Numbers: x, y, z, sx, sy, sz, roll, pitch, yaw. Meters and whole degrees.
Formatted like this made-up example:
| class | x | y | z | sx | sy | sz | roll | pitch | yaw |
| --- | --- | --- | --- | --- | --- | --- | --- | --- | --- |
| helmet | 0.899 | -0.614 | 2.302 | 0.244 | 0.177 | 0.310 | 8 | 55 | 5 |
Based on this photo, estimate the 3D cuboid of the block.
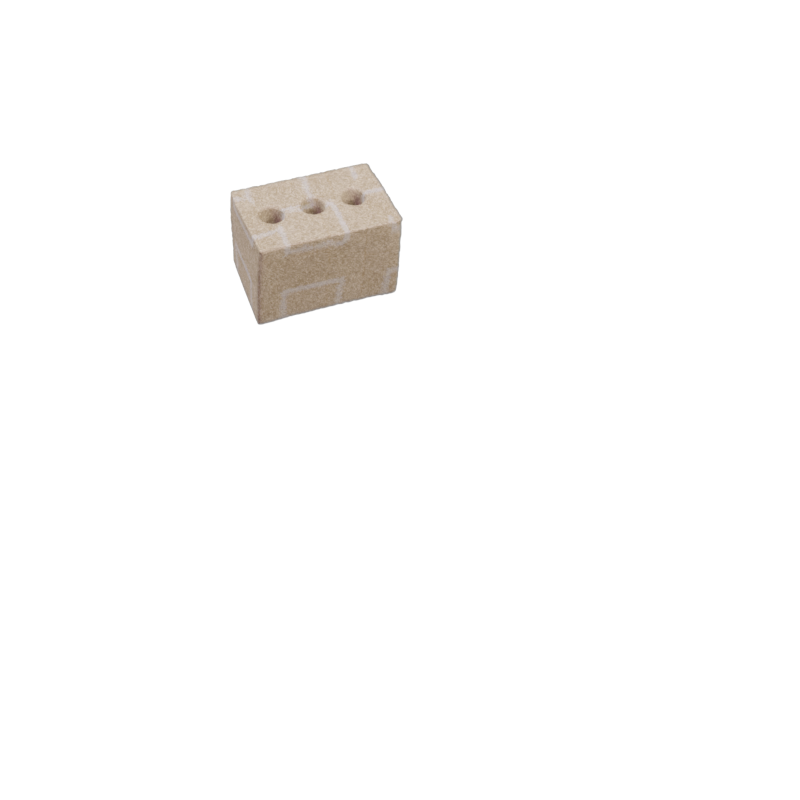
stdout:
| class | x | y | z | sx | sy | sz | roll | pitch | yaw |
| --- | --- | --- | --- | --- | --- | --- | --- | --- | --- |
| block | -0.045 | -0.083 | 0.578 | 0.077 | 0.048 | 0.057 | -15 | 48 | -15 |
